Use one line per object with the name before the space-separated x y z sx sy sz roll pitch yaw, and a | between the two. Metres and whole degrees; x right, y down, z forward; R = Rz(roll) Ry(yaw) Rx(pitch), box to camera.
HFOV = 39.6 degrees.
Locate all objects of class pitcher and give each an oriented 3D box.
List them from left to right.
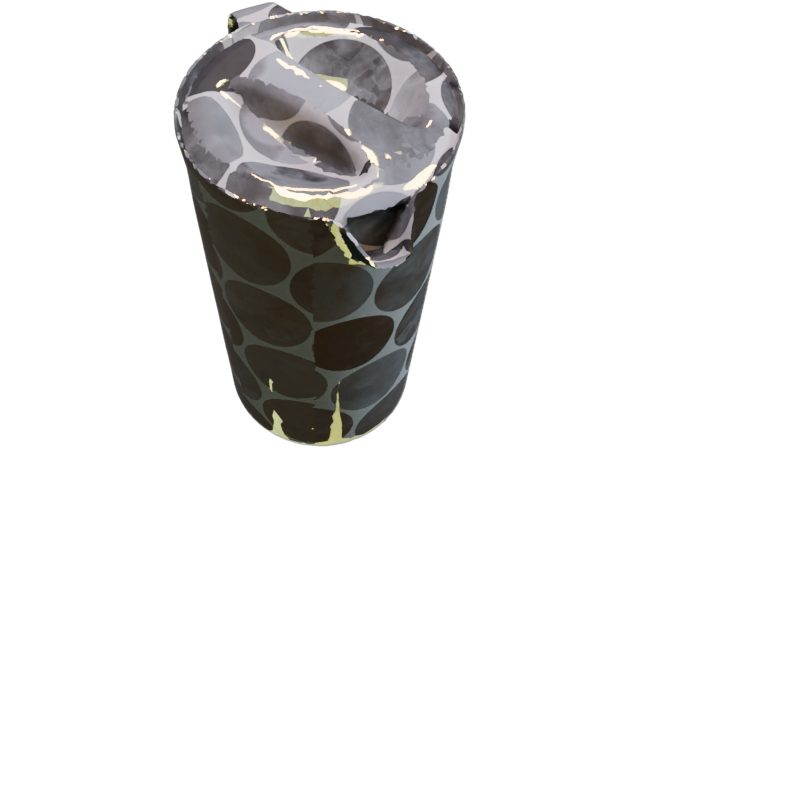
pitcher | -0.047 -0.086 0.601 0.148 0.156 0.227 18 -32 9
